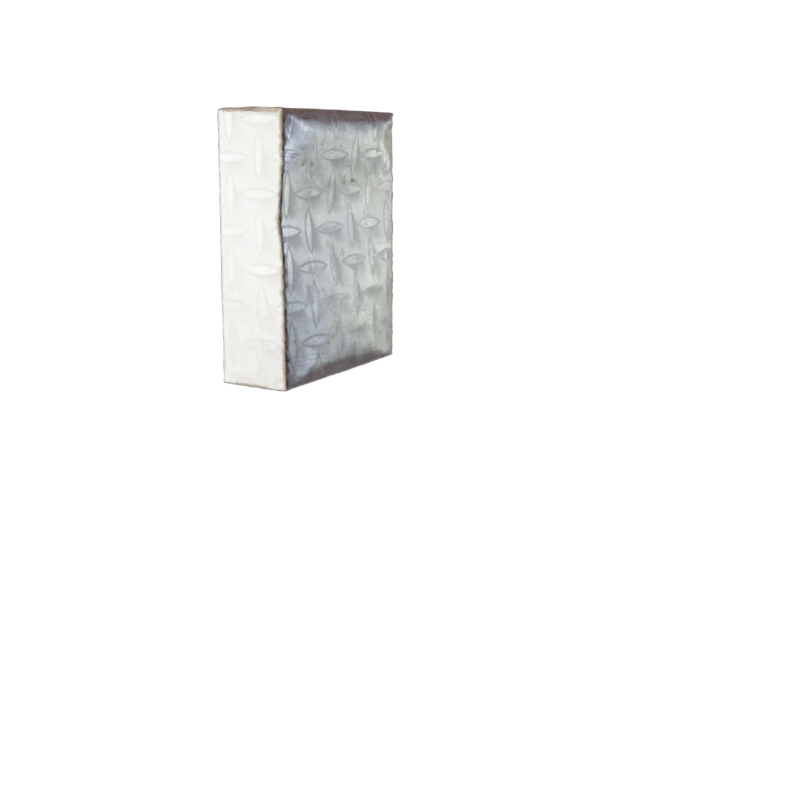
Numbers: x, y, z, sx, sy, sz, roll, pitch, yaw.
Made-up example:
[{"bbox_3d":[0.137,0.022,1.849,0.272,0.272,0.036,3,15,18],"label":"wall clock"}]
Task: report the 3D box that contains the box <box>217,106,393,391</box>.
[{"bbox_3d":[-0.070,-0.128,0.898,0.075,0.211,0.160,4,9,31],"label":"box"}]
